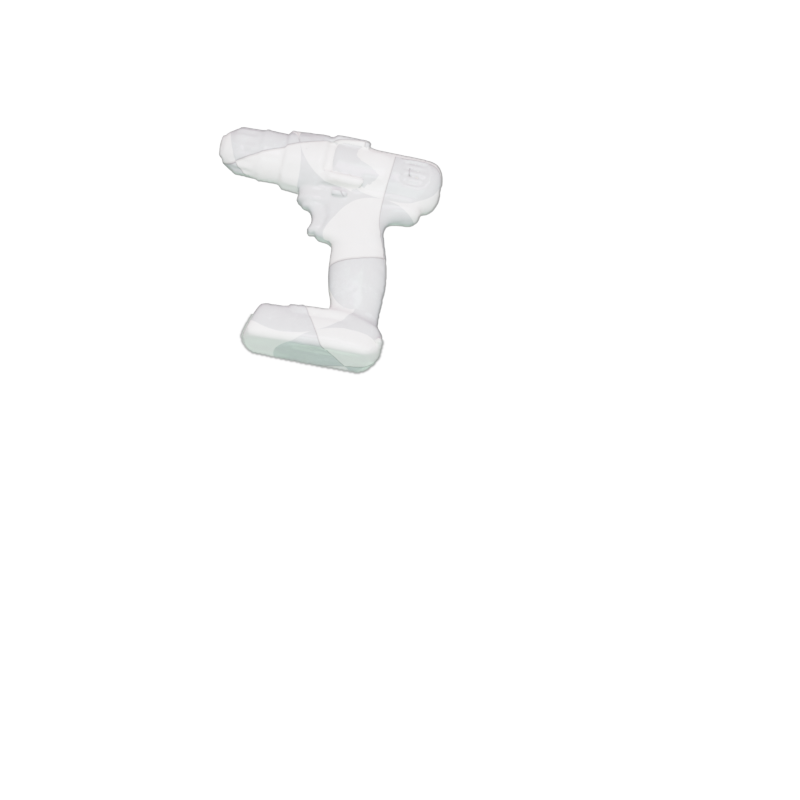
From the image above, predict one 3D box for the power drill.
[{"bbox_3d":[-0.069,-0.125,0.877,0.186,0.196,0.055,10,-22,4],"label":"power drill"}]
